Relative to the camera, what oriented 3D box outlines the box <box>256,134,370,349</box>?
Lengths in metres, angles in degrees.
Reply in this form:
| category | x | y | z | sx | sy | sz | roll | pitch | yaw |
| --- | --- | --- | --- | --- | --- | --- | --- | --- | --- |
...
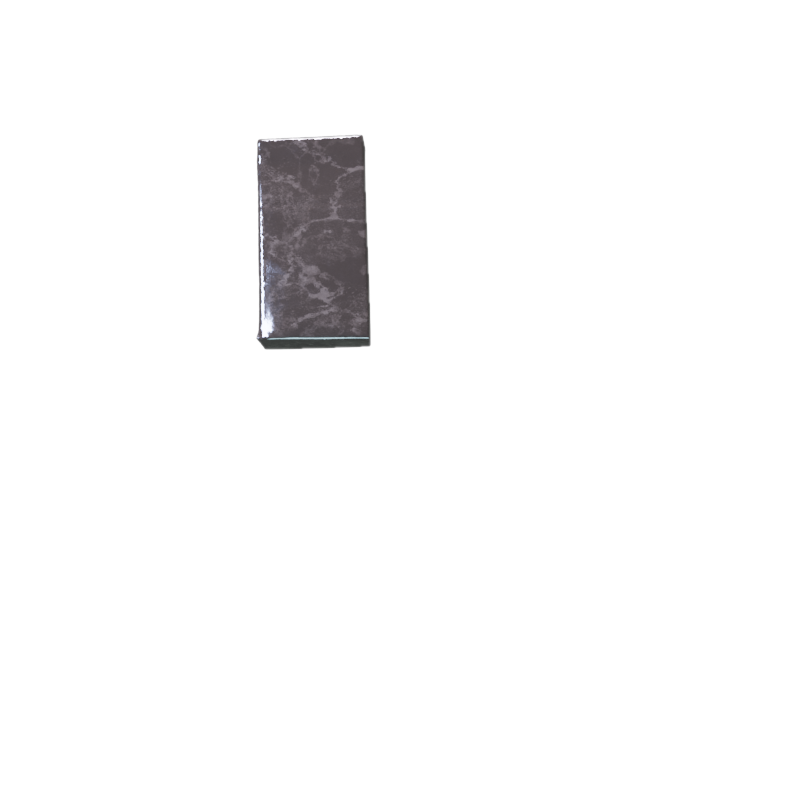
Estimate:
| category | x | y | z | sx | sy | sz | roll | pitch | yaw |
| --- | --- | --- | --- | --- | --- | --- | --- | --- | --- |
| box | -0.073 | -0.133 | 0.935 | 0.094 | 0.183 | 0.046 | -2 | -16 | 3 |
